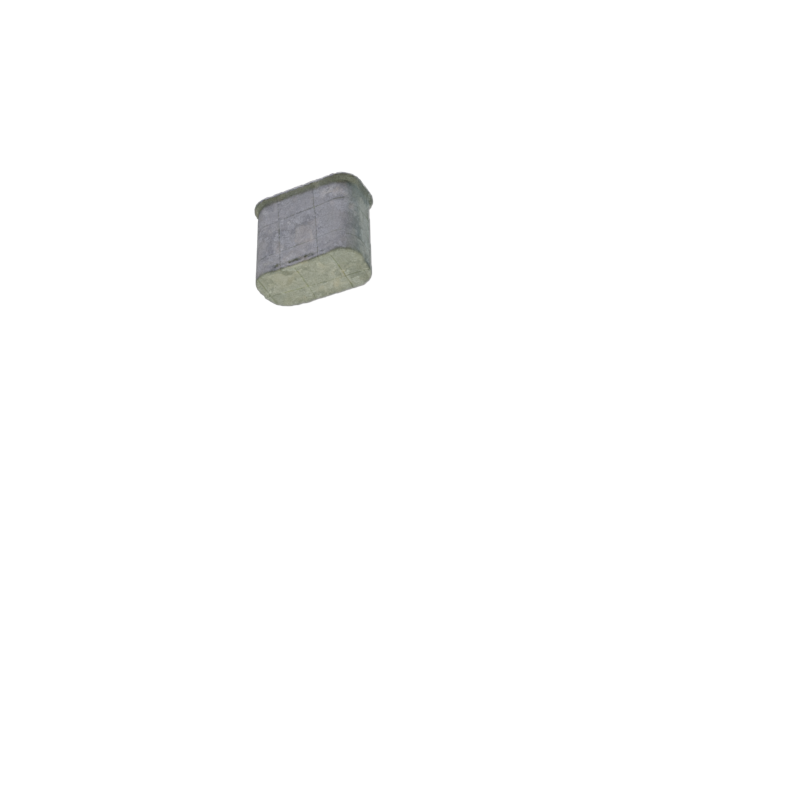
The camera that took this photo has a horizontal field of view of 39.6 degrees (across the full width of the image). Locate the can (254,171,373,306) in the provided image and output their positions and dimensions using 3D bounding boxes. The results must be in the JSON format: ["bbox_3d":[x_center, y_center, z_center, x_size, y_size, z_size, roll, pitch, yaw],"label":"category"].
[{"bbox_3d":[-0.073,-0.134,0.936,0.103,0.090,0.053,-17,-39,20],"label":"can"}]
